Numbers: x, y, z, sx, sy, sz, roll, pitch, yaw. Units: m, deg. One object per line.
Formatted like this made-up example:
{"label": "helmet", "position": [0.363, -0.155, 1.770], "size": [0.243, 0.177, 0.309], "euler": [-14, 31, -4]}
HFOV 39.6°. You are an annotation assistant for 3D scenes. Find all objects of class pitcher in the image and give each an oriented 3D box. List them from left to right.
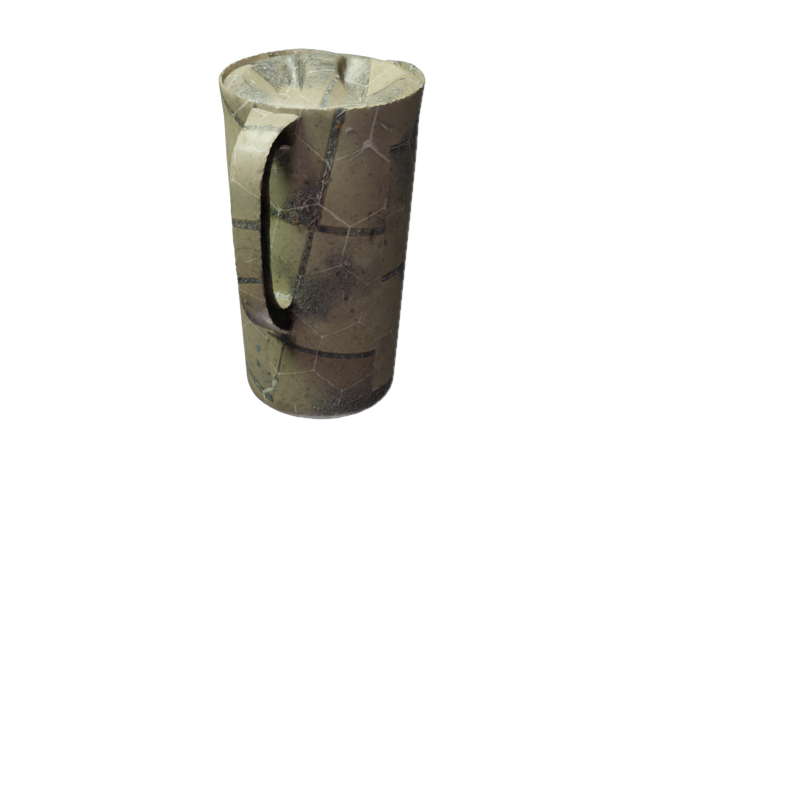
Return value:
{"label": "pitcher", "position": [-0.059, -0.108, 0.756], "size": [0.147, 0.230, 0.156], "euler": [-10, 30, -21]}
